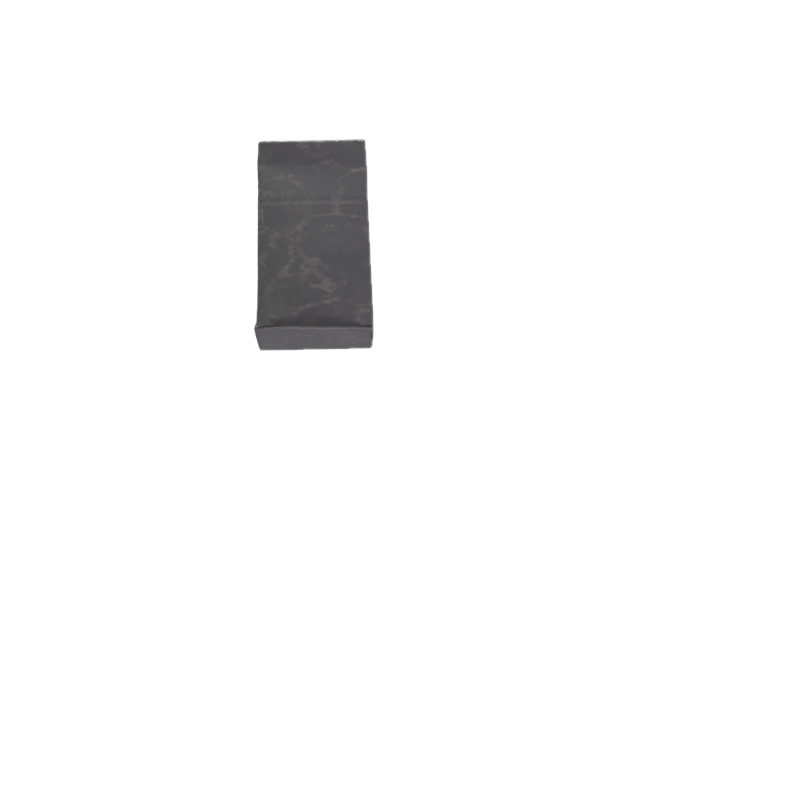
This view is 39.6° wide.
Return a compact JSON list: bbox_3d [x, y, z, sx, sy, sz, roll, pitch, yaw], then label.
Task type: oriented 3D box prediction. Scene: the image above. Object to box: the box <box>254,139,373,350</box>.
[{"bbox_3d":[-0.071,-0.129,0.906,0.093,0.187,0.045,-2,-29,-1],"label":"box"}]
